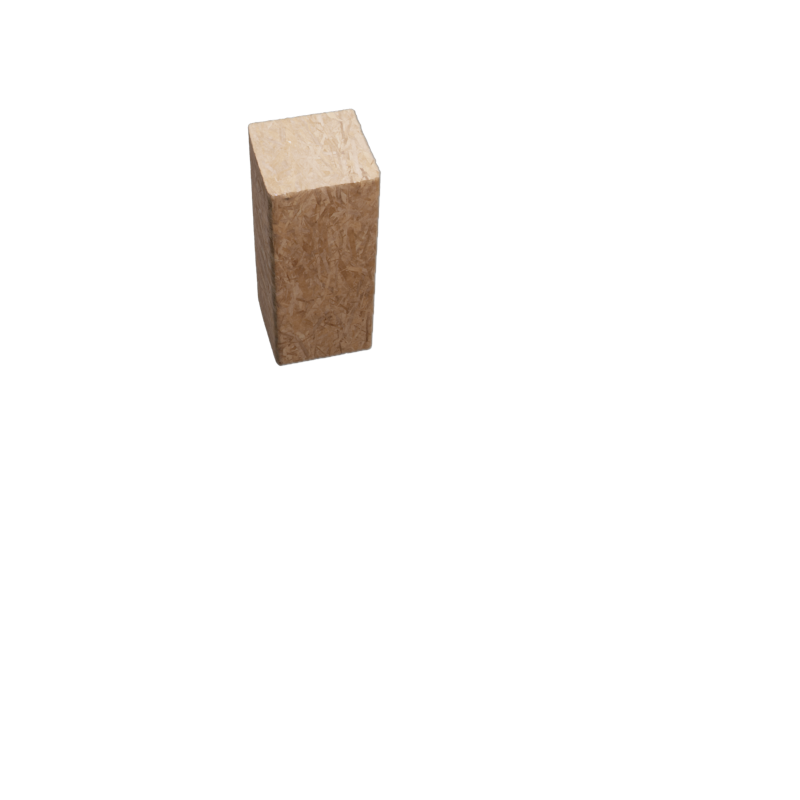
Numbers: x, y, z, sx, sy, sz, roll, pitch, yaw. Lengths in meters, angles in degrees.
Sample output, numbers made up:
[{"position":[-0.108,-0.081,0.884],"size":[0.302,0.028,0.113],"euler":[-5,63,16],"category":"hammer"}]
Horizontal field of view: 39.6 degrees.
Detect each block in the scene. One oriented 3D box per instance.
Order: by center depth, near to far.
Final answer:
[{"position":[-0.073,-0.133,0.936],"size":[0.090,0.097,0.192],"euler":[-10,-39,-12],"category":"block"}]
